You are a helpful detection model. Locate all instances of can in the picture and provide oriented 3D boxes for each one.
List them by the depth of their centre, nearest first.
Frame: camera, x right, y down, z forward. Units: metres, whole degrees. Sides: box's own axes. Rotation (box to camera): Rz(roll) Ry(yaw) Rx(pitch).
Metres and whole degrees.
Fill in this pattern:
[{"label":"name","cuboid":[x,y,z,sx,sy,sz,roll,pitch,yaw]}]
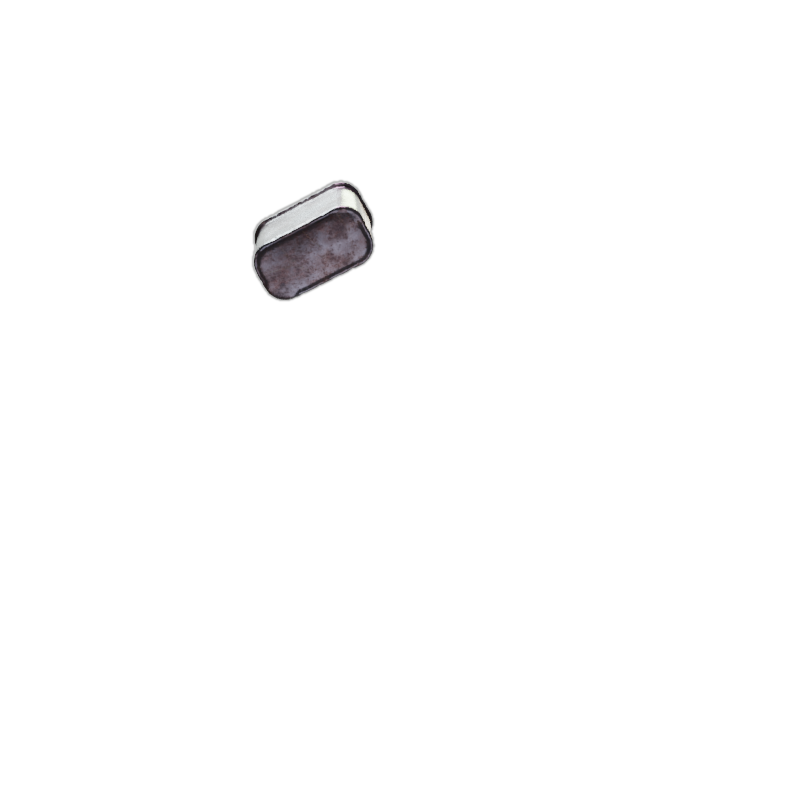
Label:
[{"label":"can","cuboid":[-0.072,-0.131,0.917,0.102,0.055,0.087,-27,19,6]}]
